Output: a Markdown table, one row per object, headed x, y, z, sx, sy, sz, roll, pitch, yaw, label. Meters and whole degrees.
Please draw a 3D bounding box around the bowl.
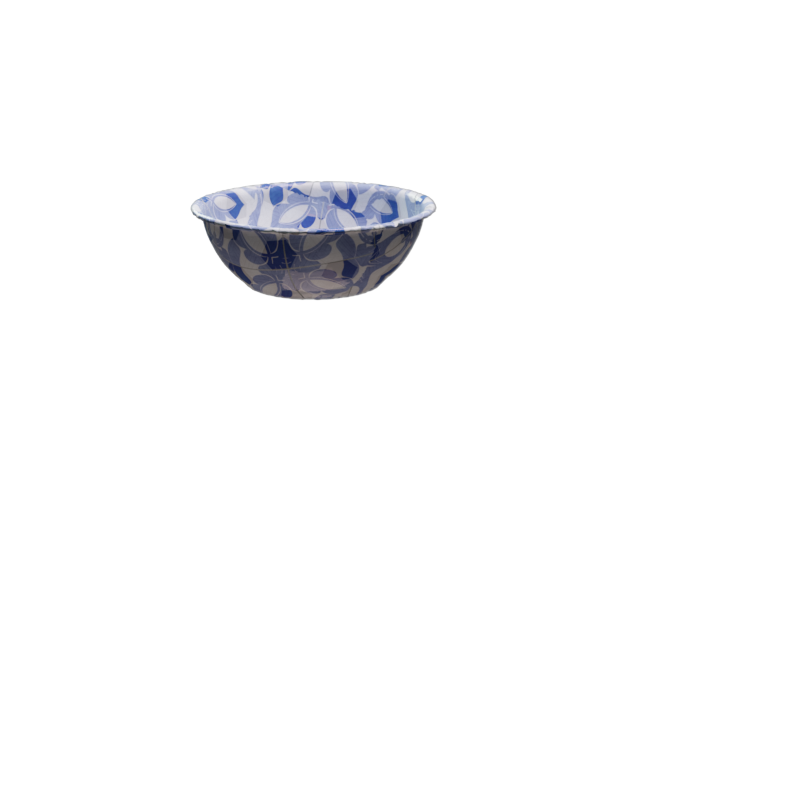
| x | y | z | sx | sy | sz | roll | pitch | yaw | label |
| --- | --- | --- | --- | --- | --- | --- | --- | --- | --- |
| -0.058 | -0.105 | 0.735 | 0.162 | 0.053 | 0.169 | -1 | 20 | -2 | bowl |
